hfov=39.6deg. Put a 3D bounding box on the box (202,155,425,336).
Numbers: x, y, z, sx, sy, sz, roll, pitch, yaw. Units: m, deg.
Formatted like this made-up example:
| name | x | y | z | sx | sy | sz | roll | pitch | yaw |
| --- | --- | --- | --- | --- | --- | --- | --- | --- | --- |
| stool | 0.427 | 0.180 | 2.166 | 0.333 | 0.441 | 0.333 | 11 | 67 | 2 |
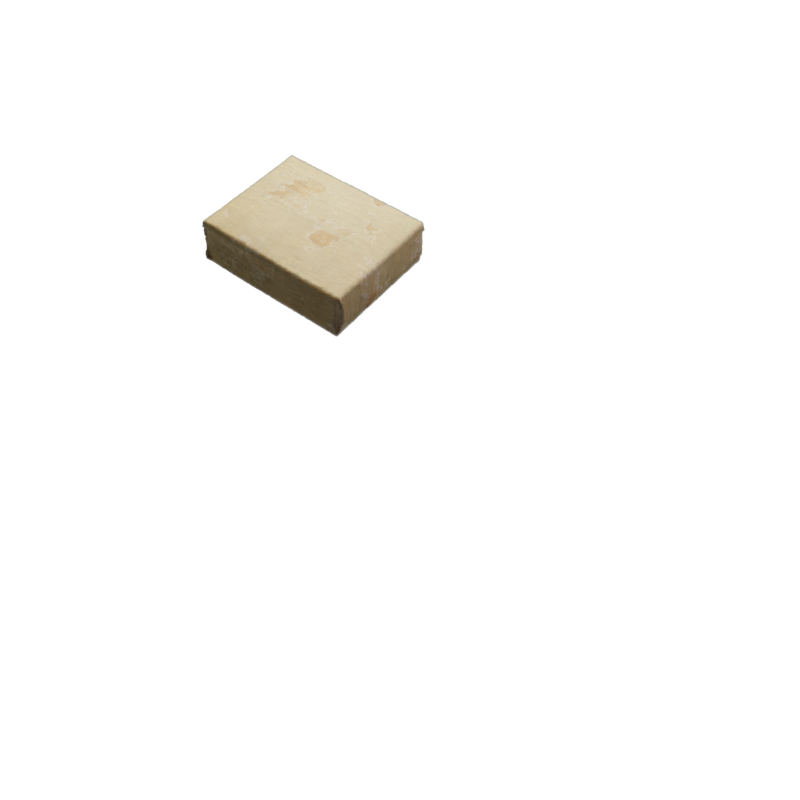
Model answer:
| name | x | y | z | sx | sy | sz | roll | pitch | yaw |
| --- | --- | --- | --- | --- | --- | --- | --- | --- | --- |
| box | -0.055 | -0.101 | 0.709 | 0.120 | 0.036 | 0.091 | 29 | 51 | 25 |
